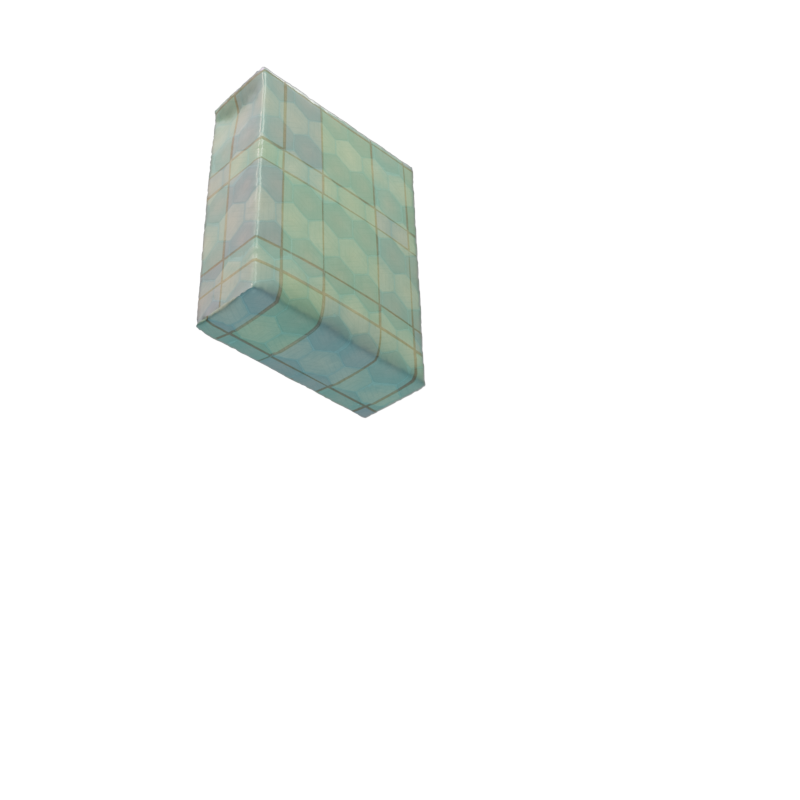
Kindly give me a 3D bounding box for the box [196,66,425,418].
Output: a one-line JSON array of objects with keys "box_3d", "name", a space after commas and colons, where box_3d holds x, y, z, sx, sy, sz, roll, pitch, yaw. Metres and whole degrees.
[{"box_3d": [-0.064, -0.117, 0.818, 0.154, 0.229, 0.071, 28, -47, -34], "name": "box"}]
